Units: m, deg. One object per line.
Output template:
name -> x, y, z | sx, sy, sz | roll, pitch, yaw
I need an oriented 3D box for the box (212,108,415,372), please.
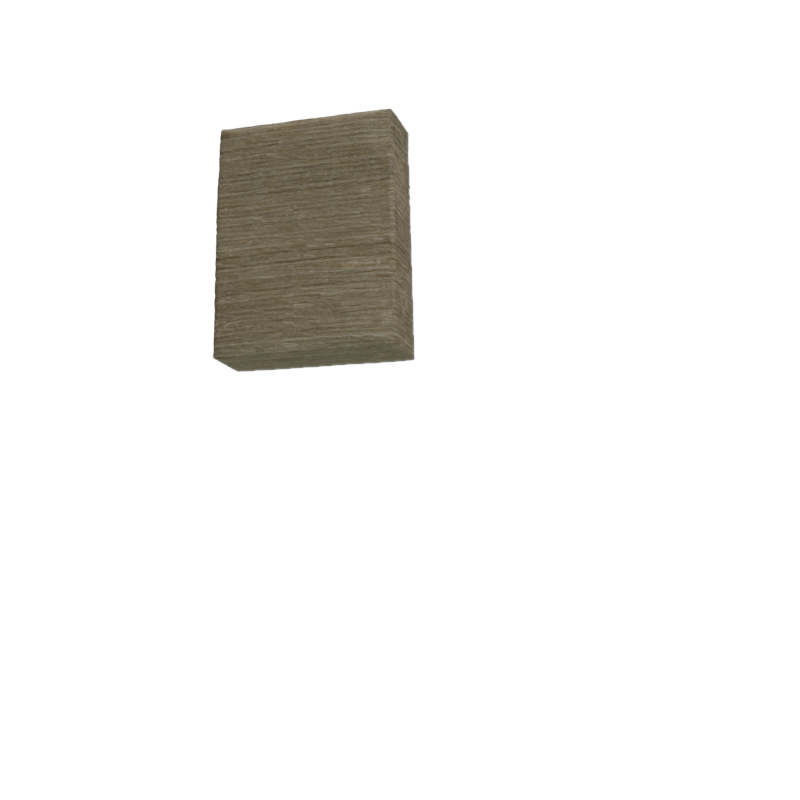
box -> -0.076, -0.139, 0.971 | 0.167, 0.222, 0.068 | -5, -17, 15
